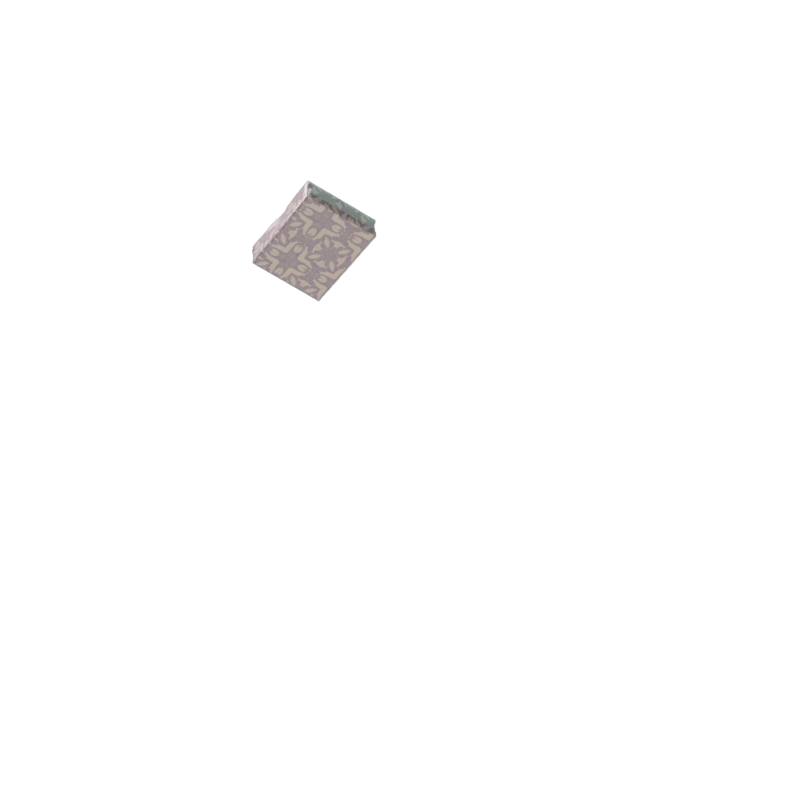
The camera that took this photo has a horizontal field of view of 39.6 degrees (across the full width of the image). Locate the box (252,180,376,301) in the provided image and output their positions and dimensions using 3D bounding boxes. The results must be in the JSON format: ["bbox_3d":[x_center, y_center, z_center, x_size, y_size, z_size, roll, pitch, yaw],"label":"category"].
[{"bbox_3d":[-0.076,-0.138,0.968,0.070,0.087,0.032,30,33,-22],"label":"box"}]
